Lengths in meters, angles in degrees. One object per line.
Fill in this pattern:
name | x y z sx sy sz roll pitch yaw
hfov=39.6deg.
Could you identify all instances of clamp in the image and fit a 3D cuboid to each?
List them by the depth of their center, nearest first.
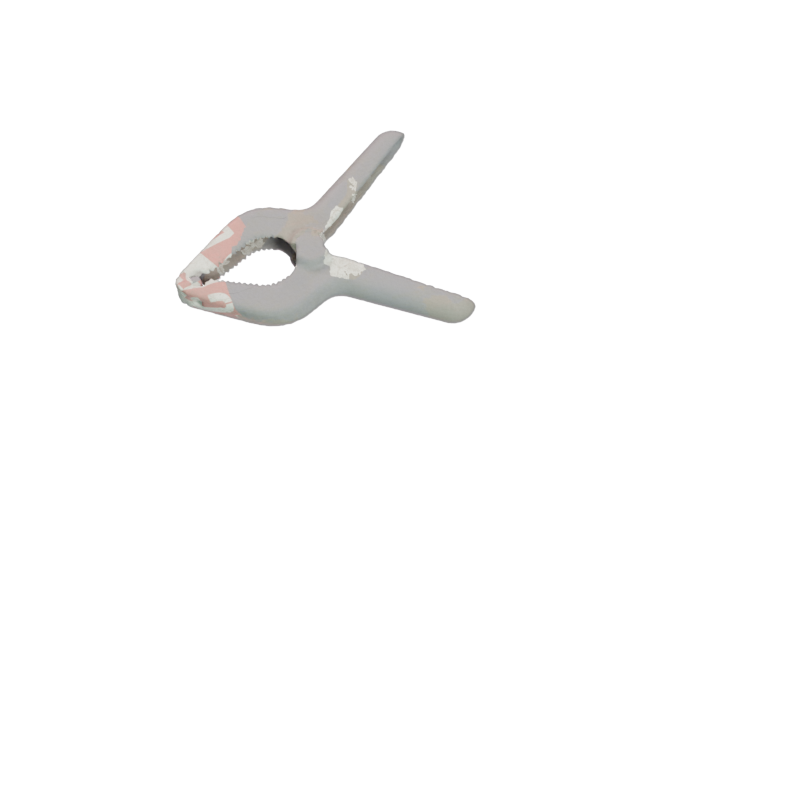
clamp | -0.065 -0.118 0.826 0.209 0.175 0.034 -10 -26 -5
